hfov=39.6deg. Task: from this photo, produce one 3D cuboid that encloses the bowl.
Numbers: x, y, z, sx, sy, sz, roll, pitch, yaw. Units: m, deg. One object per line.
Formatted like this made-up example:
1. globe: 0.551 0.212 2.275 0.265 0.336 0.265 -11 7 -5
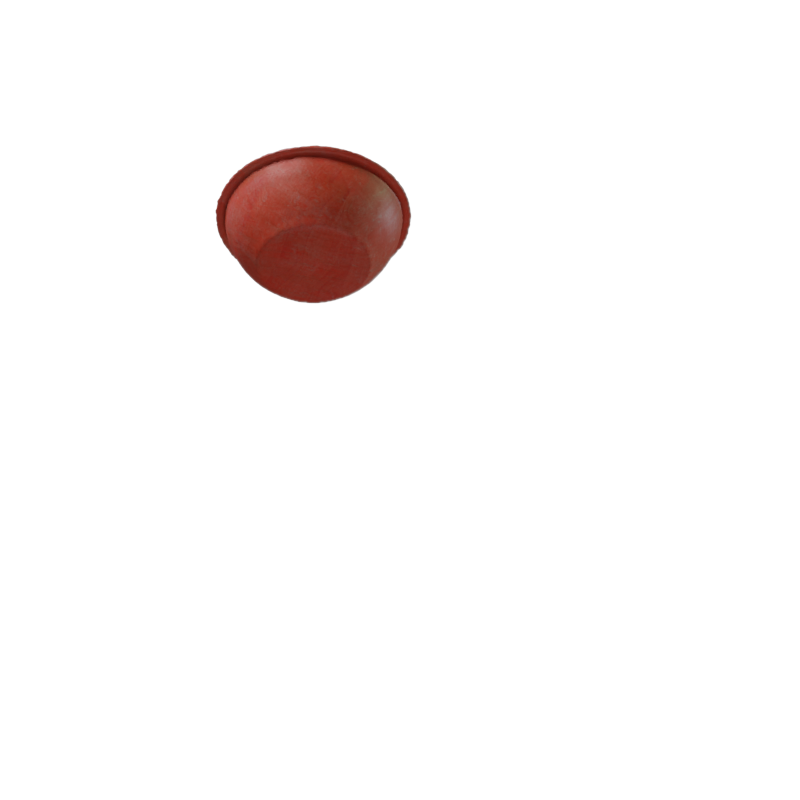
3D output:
1. bowl: -0.071 -0.129 0.902 0.162 0.059 0.151 1 -40 -1
